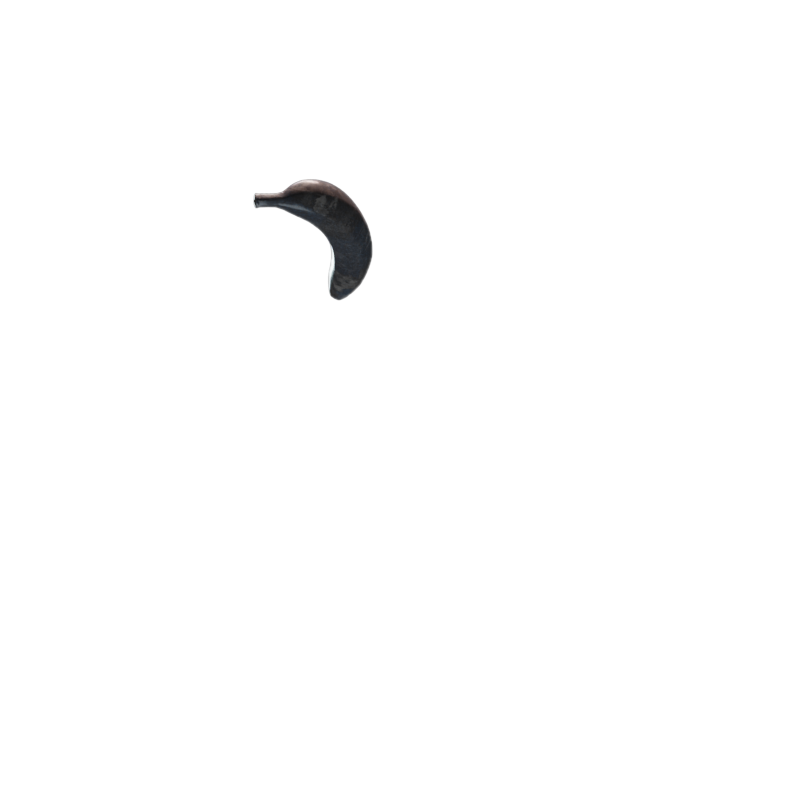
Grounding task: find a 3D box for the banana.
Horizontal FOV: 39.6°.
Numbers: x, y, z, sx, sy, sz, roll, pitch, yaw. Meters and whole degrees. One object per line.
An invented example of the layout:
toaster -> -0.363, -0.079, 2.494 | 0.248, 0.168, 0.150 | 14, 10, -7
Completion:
banana -> -0.060, -0.143, 0.969 | 0.071, 0.039, 0.184 | -9, -25, 17
